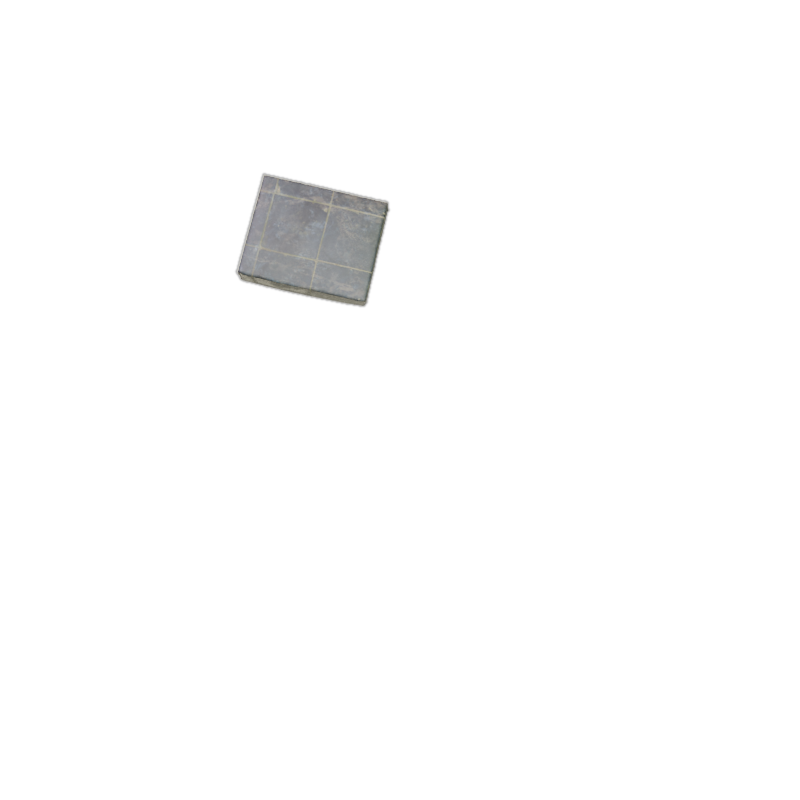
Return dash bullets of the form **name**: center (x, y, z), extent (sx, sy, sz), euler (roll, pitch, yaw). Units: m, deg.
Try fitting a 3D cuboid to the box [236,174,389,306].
- **box**: center (-0.074, -0.135, 0.945), extent (0.114, 0.092, 0.038), euler (13, -13, 3)
